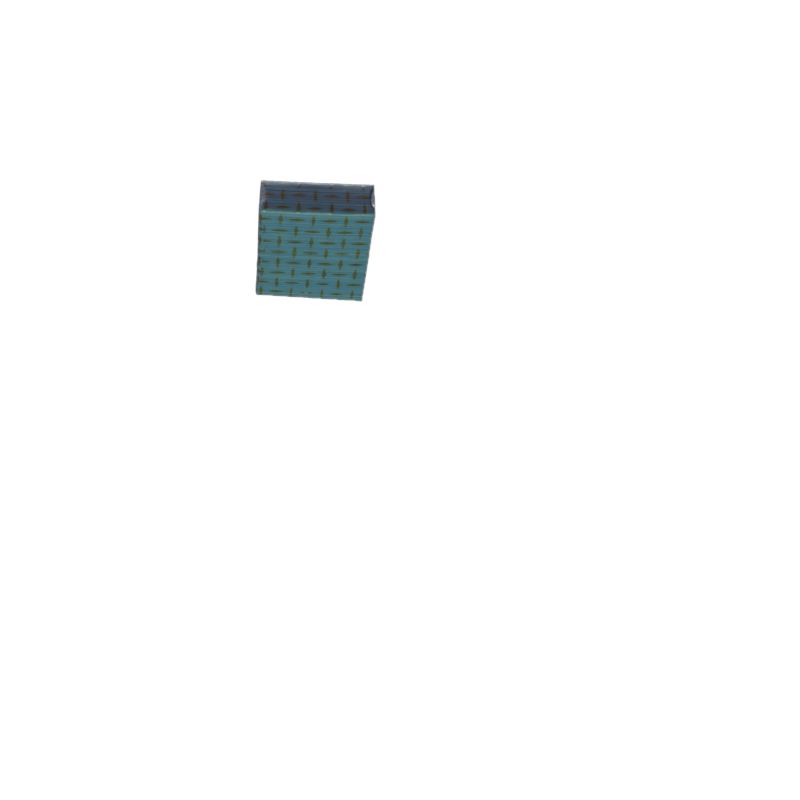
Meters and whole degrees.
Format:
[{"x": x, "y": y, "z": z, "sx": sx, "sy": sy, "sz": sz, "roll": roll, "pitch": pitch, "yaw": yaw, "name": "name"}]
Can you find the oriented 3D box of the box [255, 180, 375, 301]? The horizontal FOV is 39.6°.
[{"x": -0.057, "y": -0.103, "z": 0.725, "sx": 0.073, "sy": 0.032, "sz": 0.084, "roll": 3, "pitch": -37, "yaw": -5, "name": "box"}]
